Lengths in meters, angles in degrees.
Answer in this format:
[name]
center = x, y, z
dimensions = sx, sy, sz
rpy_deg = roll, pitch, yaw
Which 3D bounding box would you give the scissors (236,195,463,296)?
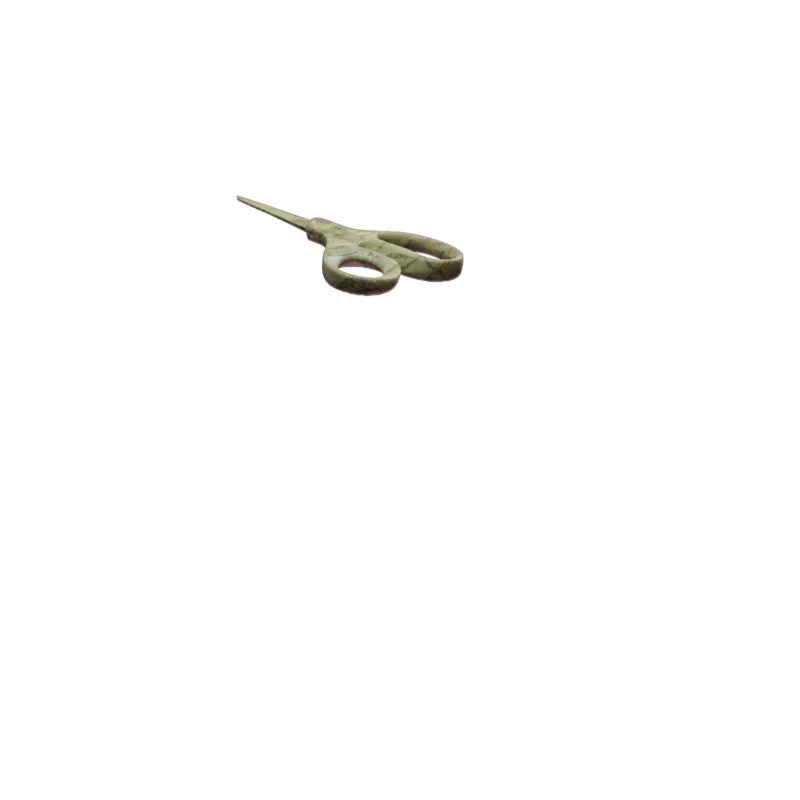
[scissors]
center = -0.057, -0.103, 0.725
dimensions = 0.212, 0.015, 0.096
rpy_deg = 17, 31, 31
